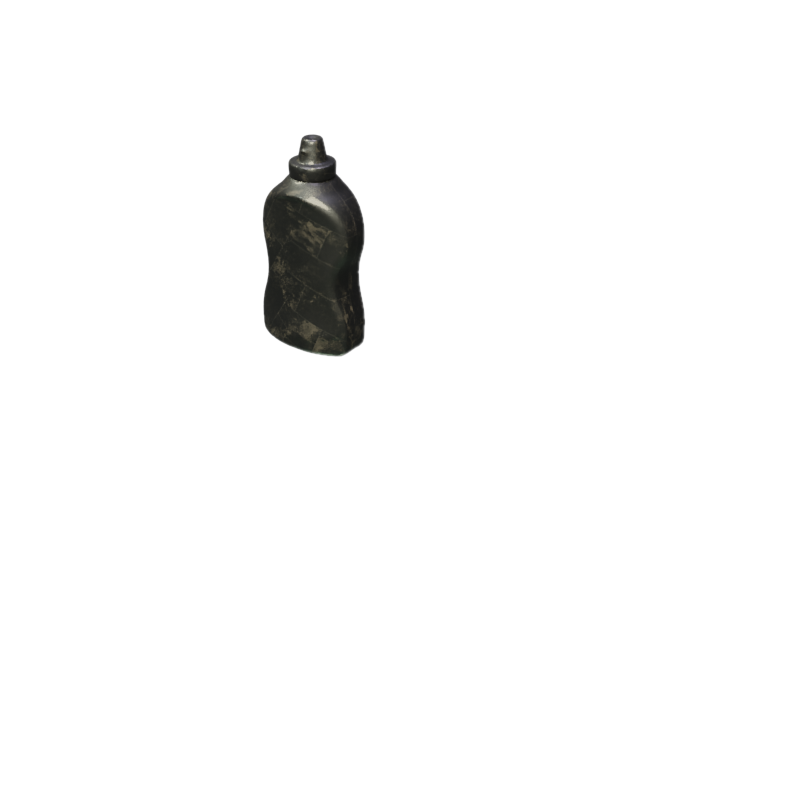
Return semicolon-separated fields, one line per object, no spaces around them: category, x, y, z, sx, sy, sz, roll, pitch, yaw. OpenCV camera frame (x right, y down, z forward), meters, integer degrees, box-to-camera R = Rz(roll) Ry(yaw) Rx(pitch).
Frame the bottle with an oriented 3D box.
bottle;-0.076;-0.138;0.969;0.102;0.182;0.058;20;30;34
